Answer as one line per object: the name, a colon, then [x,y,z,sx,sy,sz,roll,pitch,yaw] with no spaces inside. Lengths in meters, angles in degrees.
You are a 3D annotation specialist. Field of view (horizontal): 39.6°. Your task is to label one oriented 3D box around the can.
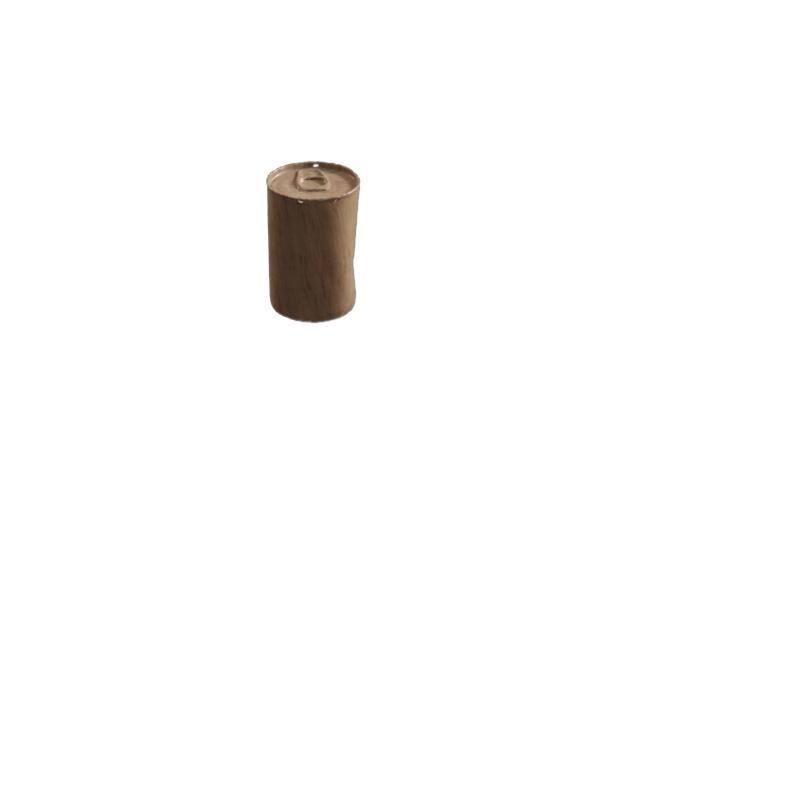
can: [-0.064,-0.117,0.821,0.068,0.096,0.073,0,31,-3]
